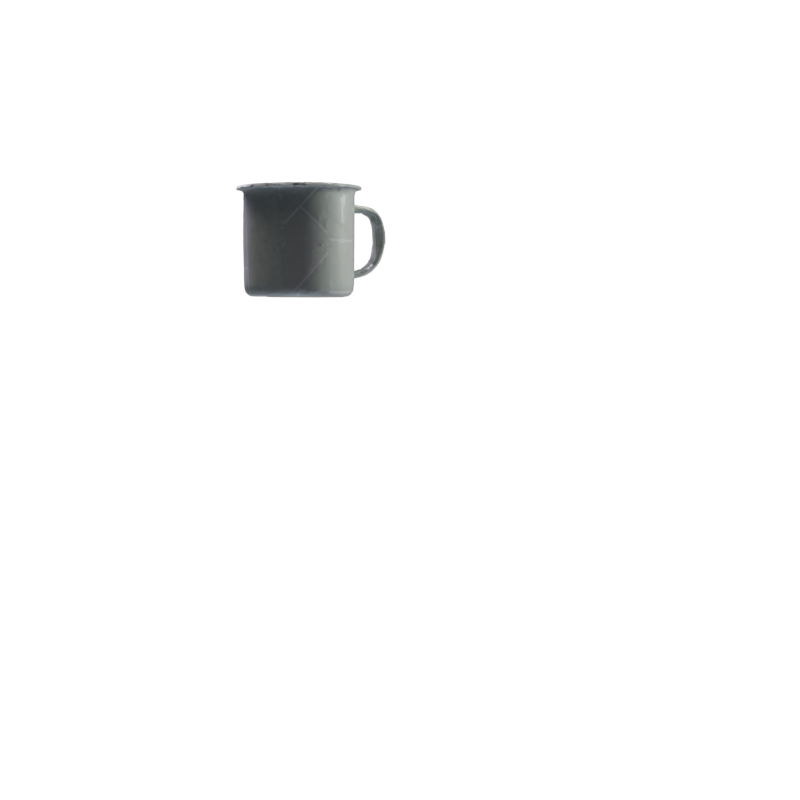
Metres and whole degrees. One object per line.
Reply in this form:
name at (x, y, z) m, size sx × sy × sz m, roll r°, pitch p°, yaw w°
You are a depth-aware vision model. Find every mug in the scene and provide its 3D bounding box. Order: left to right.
mug at (-0.065, -0.118, 0.826) m, size 0.113 × 0.081 × 0.097 m, roll -2°, pitch 4°, yaw -29°
